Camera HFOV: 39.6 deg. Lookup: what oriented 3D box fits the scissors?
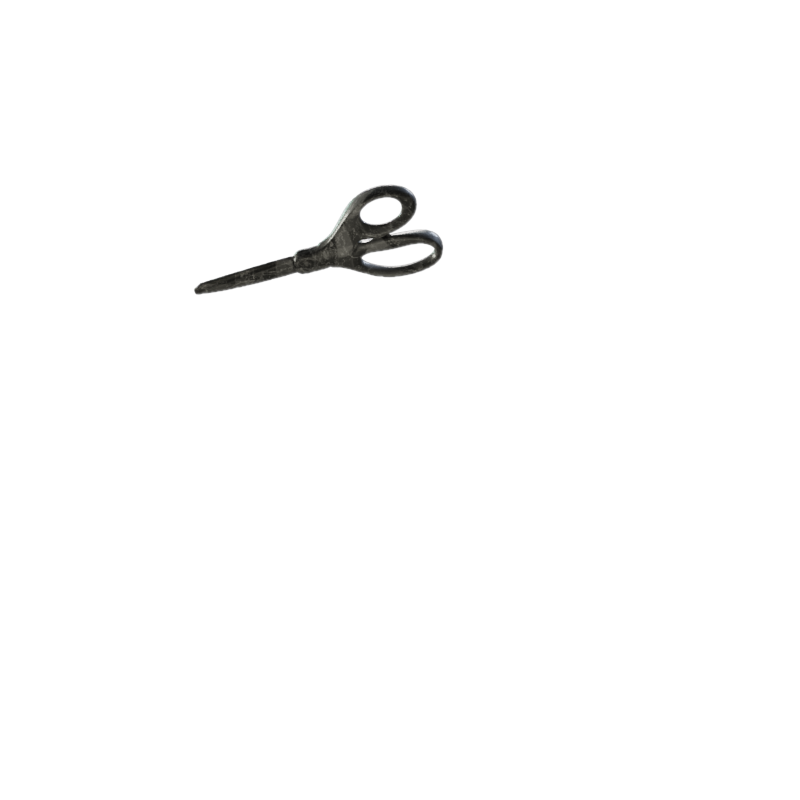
[{"bbox_3d":[-0.068,-0.124,0.866,0.202,0.089,0.017,-3,44,3],"label":"scissors"}]
